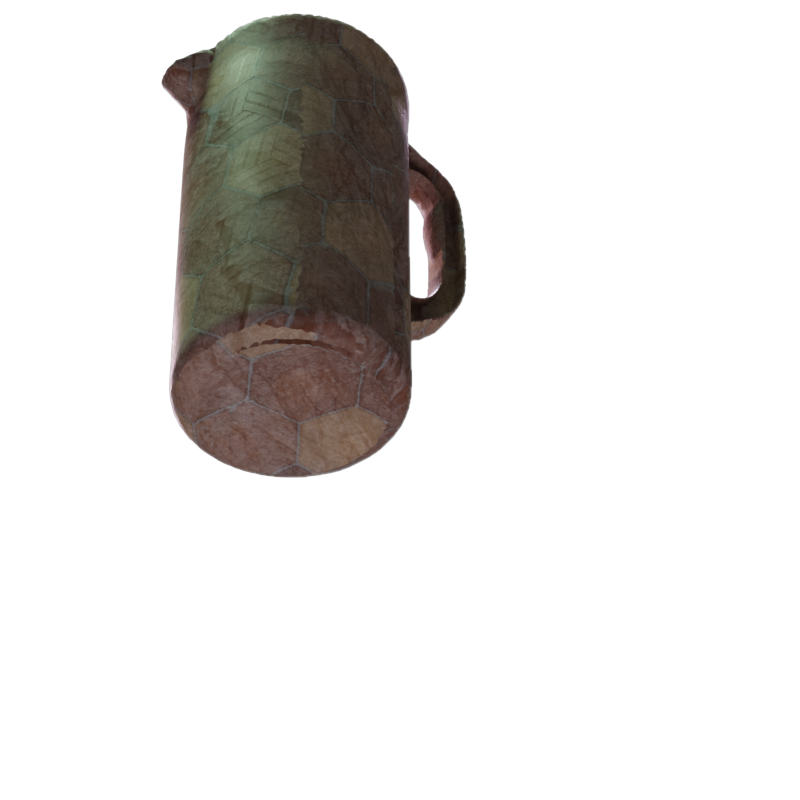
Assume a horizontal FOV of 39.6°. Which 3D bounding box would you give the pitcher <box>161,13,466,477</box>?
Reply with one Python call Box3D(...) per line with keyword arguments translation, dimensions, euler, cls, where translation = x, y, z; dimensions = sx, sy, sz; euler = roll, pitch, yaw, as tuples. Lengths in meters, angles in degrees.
Box3D(translation=(-0.045, -0.083, 0.578), dimensions=(0.150, 0.261, 0.134), euler=(-12, -46, 8), cls="pitcher")
